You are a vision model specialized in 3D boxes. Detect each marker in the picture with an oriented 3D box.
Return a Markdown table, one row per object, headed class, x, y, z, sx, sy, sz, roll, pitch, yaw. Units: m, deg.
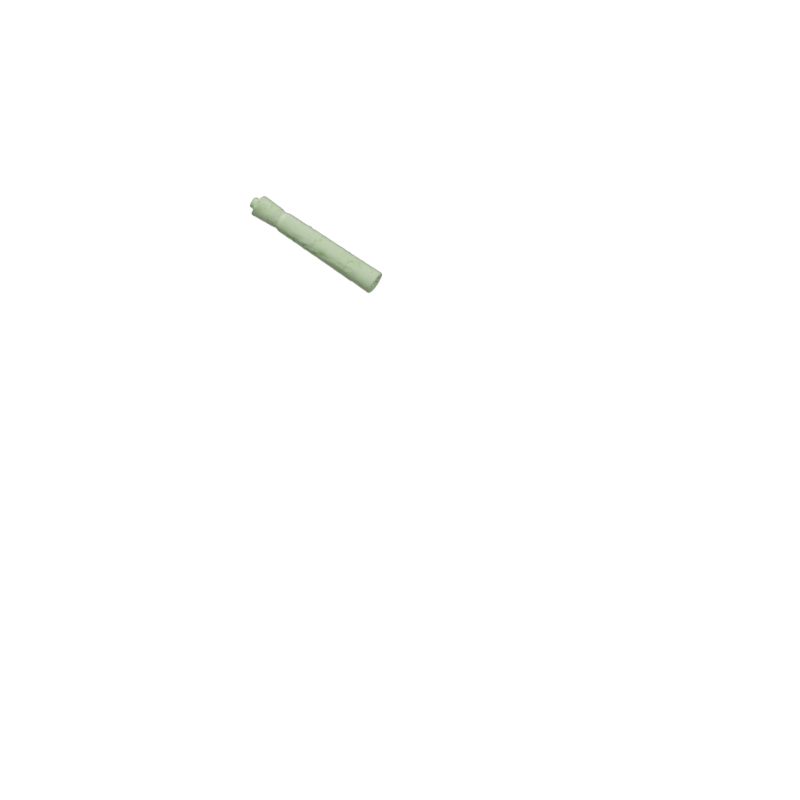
| class | x | y | z | sx | sy | sz | roll | pitch | yaw |
| --- | --- | --- | --- | --- | --- | --- | --- | --- | --- |
| marker | -0.069 | -0.125 | 0.876 | 0.125 | 0.019 | 0.019 | 35 | 12 | 14 |
